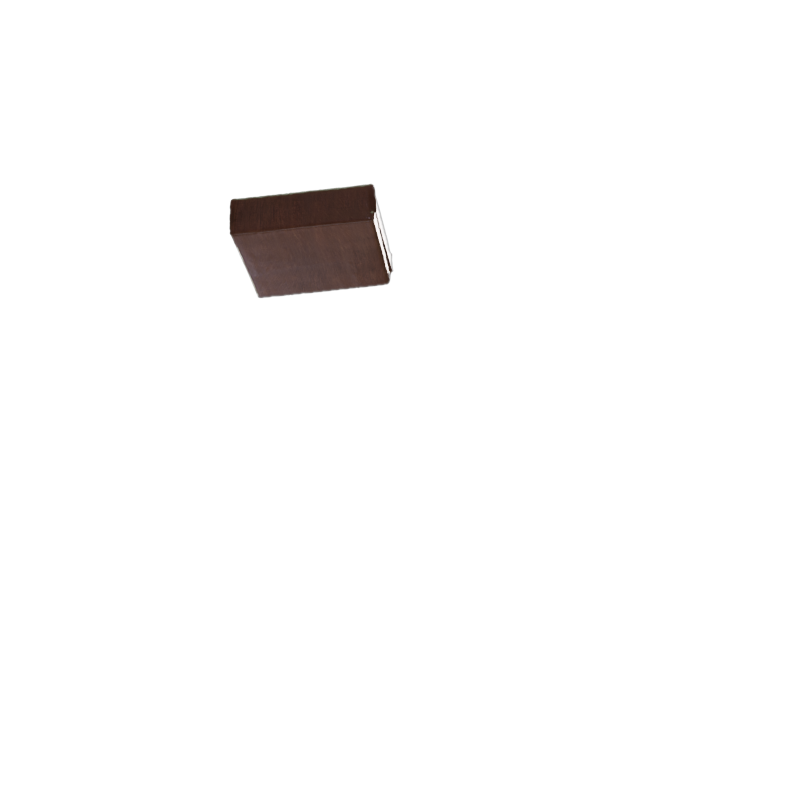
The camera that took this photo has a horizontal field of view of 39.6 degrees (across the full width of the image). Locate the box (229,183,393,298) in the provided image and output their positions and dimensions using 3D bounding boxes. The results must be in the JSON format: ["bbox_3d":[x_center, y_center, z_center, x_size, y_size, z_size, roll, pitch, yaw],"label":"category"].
[{"bbox_3d":[-0.053,-0.097,0.682,0.090,0.032,0.068,-5,-30,8],"label":"box"}]
